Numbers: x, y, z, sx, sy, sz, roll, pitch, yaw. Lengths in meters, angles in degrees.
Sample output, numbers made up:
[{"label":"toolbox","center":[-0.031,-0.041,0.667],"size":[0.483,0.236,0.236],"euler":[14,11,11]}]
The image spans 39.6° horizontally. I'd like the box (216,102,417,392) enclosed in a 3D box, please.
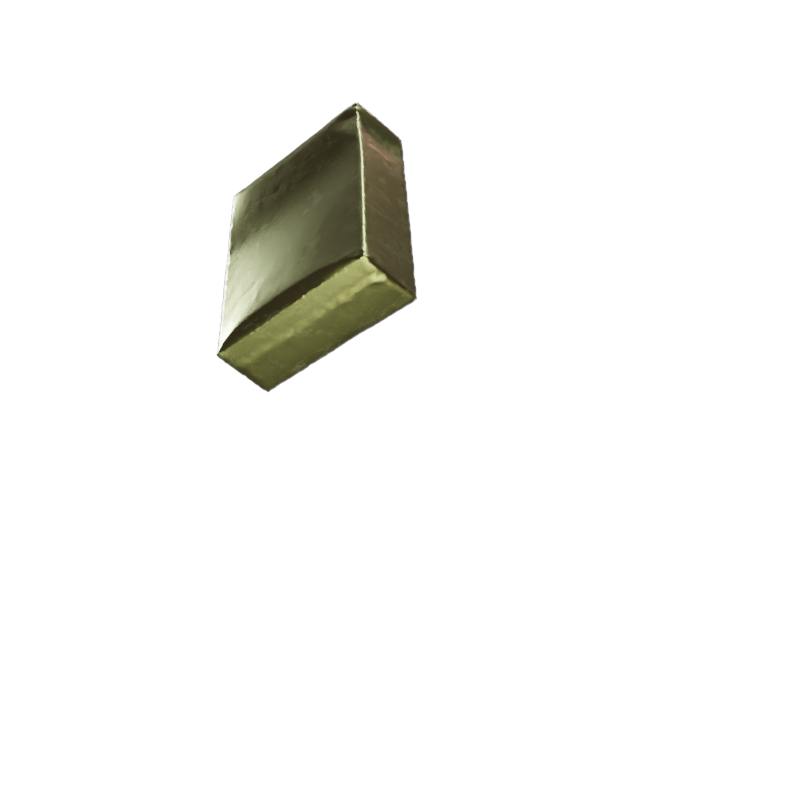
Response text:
[{"label":"box","center":[-0.075,-0.137,0.957],"size":[0.163,0.230,0.067],"euler":[-32,-51,26]}]
